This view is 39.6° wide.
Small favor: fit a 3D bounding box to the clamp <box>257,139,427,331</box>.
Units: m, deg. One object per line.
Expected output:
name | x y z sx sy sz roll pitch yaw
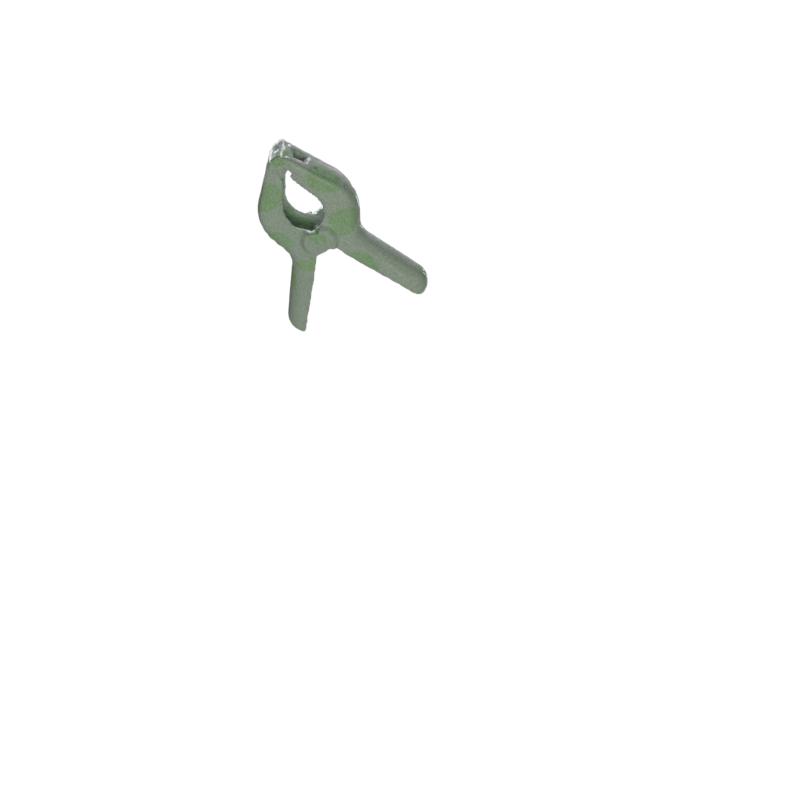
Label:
clamp | -0.069 -0.125 0.879 0.120 0.161 0.042 -29 28 16
